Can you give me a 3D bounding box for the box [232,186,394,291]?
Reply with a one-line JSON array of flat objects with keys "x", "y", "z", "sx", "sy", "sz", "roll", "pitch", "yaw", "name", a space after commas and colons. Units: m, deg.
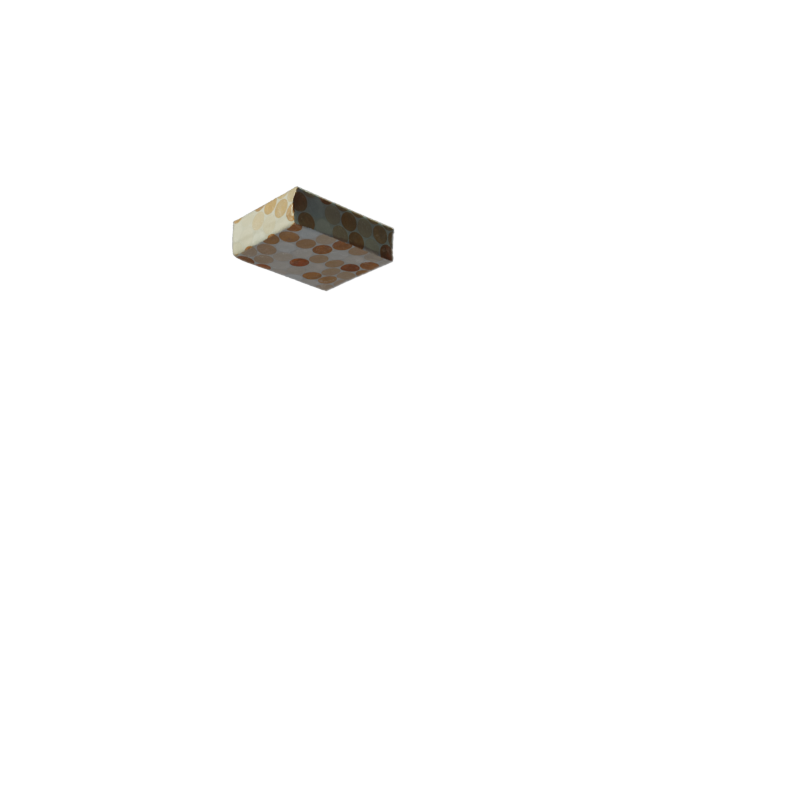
[{"x": -0.075, "y": -0.136, "z": 0.955, "sx": 0.107, "sy": 0.041, "sz": 0.090, "roll": 16, "pitch": -25, "yaw": -39, "name": "box"}]
